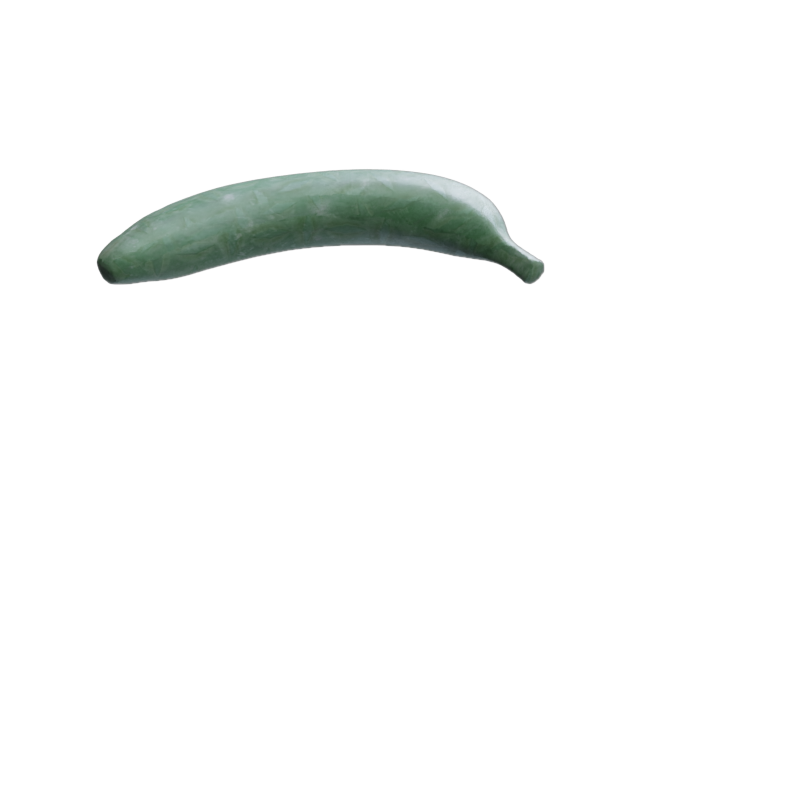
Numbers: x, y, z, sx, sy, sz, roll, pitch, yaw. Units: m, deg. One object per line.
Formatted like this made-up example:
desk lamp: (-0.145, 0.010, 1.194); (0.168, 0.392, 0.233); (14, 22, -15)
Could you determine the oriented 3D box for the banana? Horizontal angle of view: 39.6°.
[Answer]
banana: (-0.037, -0.081, 0.511); (0.197, 0.035, 0.074); (-2, 31, -4)
